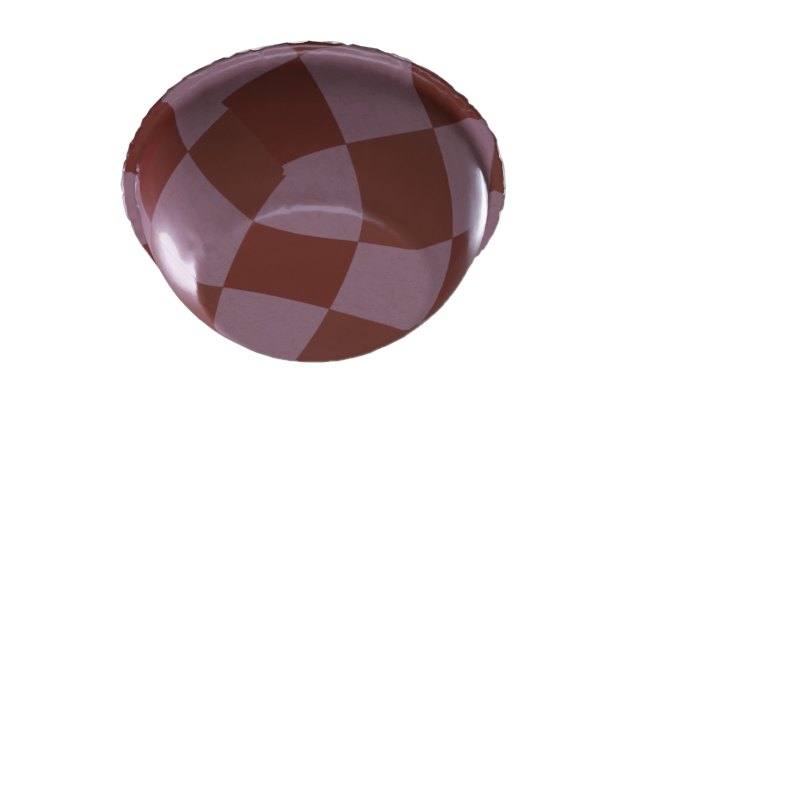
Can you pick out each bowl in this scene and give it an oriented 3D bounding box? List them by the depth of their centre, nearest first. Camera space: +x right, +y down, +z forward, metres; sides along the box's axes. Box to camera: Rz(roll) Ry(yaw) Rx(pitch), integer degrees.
[{"bbox_3d":[-0.035,-0.065,0.452,0.162,0.059,0.151,1,-41,-1],"label":"bowl"}]
